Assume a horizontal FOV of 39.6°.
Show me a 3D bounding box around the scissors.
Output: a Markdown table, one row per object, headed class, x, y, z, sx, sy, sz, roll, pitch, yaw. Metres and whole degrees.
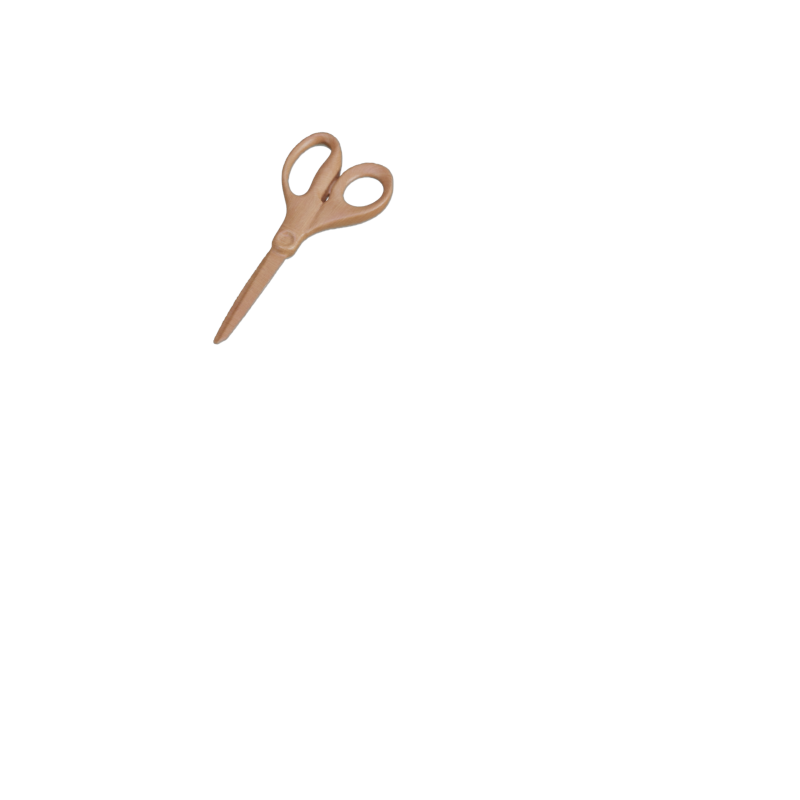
| class | x | y | z | sx | sy | sz | roll | pitch | yaw |
| --- | --- | --- | --- | --- | --- | --- | --- | --- | --- |
| scissors | -0.064 | -0.117 | 0.820 | 0.097 | 0.213 | 0.015 | 9 | -32 | 6 |
